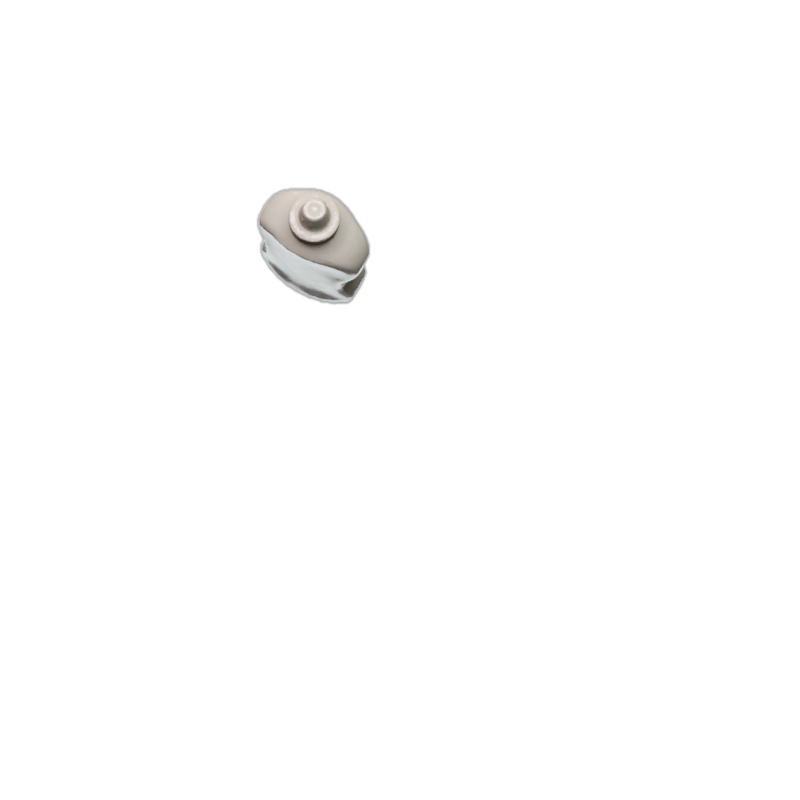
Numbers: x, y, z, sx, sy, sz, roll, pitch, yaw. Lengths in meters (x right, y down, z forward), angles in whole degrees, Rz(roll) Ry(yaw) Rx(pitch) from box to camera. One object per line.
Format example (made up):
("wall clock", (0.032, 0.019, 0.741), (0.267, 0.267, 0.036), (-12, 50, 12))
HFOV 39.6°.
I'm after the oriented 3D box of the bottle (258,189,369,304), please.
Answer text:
("bottle", (-0.073, -0.134, 0.937), (0.097, 0.059, 0.187), (32, -8, 1))
